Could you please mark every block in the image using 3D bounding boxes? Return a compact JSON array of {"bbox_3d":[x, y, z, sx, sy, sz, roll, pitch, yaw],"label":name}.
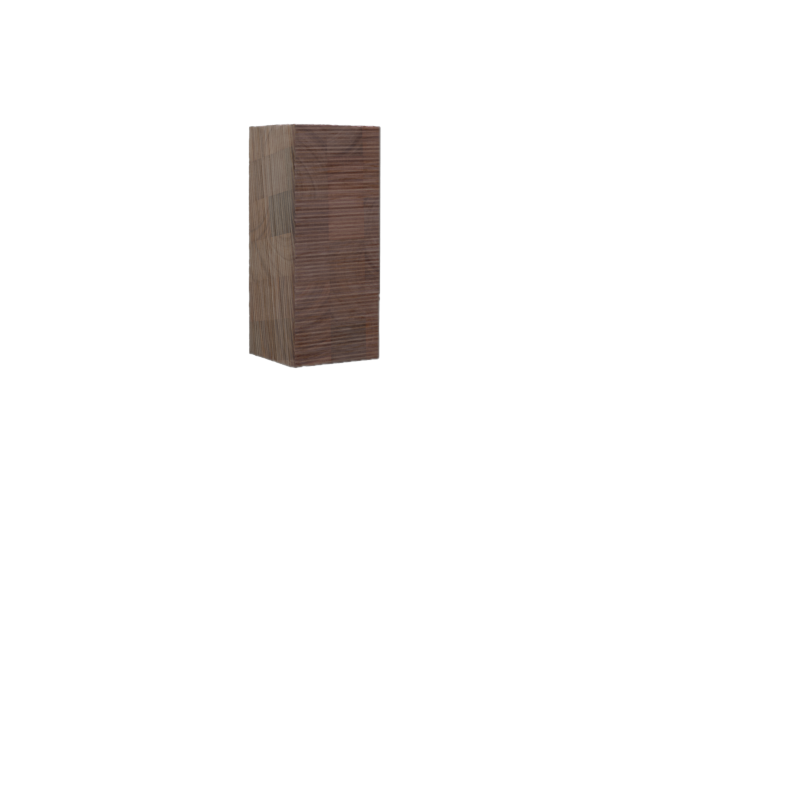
[{"bbox_3d":[-0.078,-0.141,0.990,0.088,0.204,0.094,-3,6,-32],"label":"block"}]
